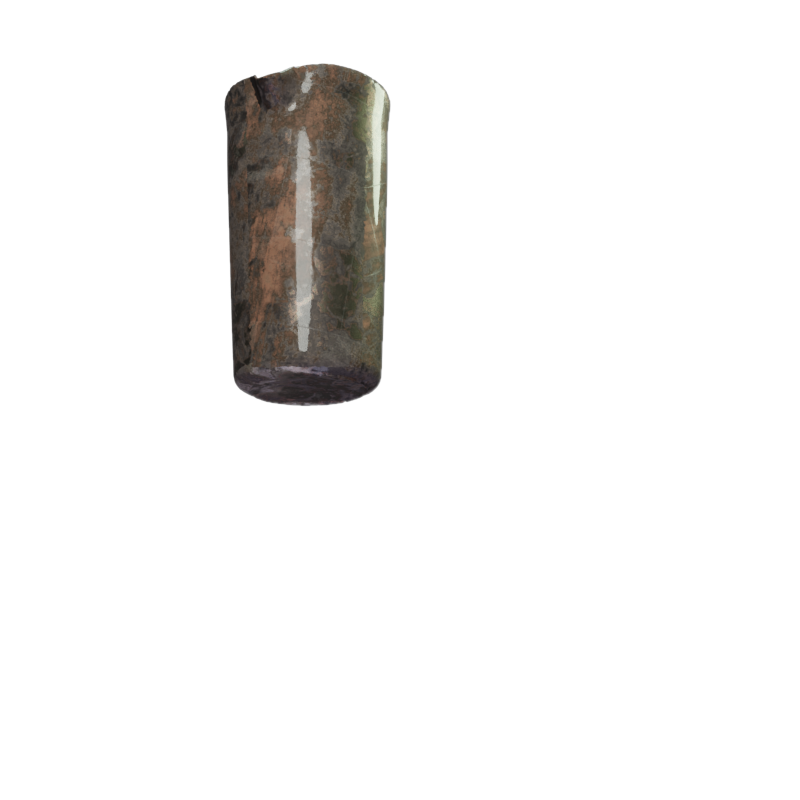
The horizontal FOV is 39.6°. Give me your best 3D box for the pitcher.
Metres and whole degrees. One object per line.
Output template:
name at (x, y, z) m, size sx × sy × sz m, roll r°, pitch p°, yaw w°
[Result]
pitcher at (-0.067, -0.122, 0.857) m, size 0.144 × 0.255 × 0.144 m, roll 9°, pitch -22°, yaw -26°
